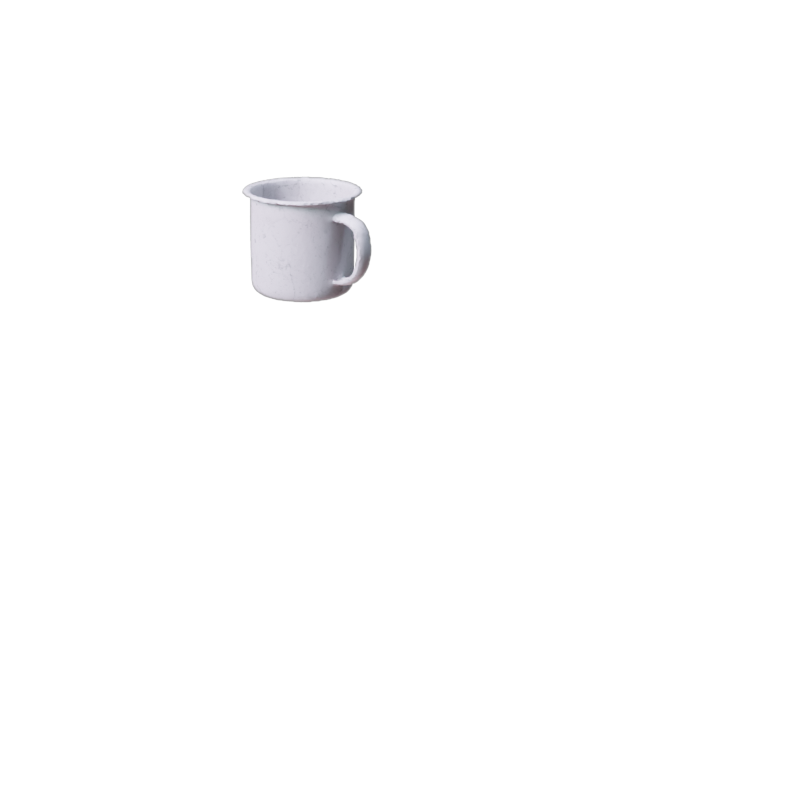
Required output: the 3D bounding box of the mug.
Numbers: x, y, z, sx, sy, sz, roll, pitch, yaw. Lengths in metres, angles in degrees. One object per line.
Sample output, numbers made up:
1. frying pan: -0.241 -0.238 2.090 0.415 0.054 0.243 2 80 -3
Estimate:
1. mug: -0.068 -0.124 0.865 0.124 0.078 0.092 18 26 39
